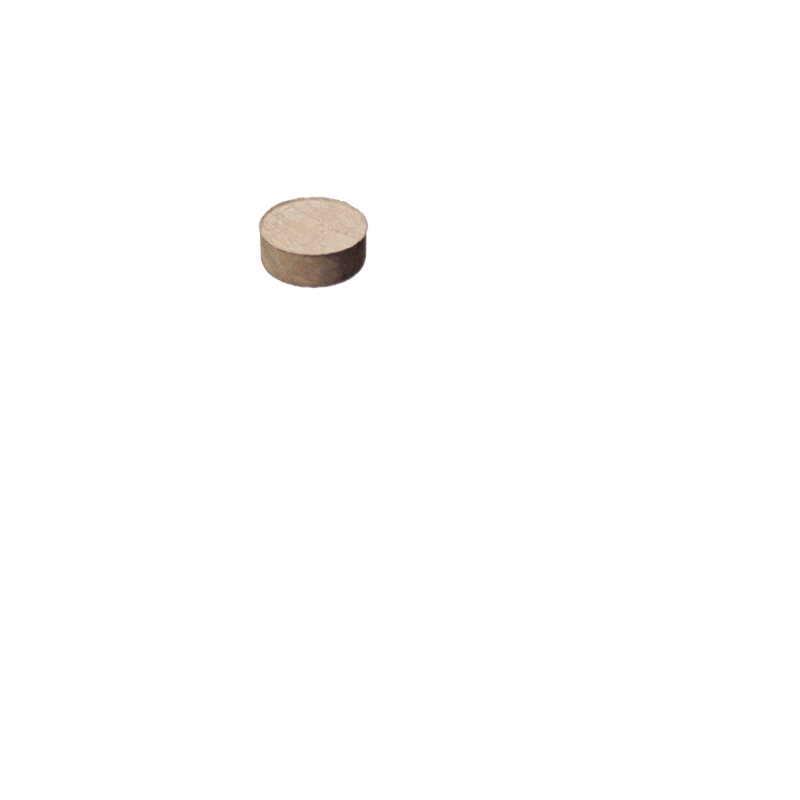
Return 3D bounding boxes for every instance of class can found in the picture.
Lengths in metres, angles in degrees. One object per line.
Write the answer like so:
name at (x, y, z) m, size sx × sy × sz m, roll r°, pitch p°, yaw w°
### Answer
can at (-0.069, -0.125, 0.878) m, size 0.086 × 0.031 × 0.092 m, roll -1°, pitch 38°, yaw -2°
